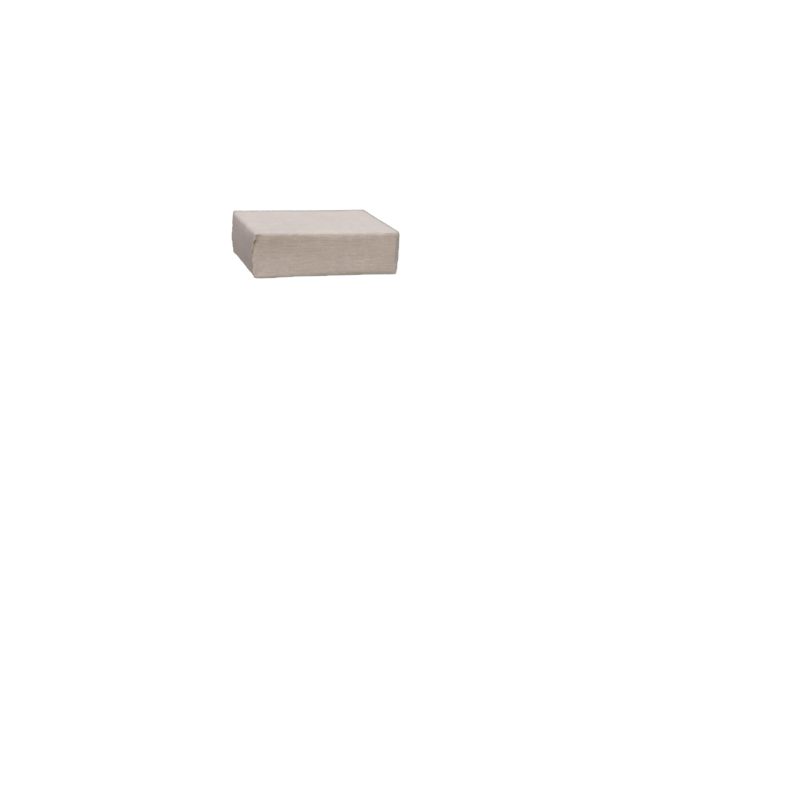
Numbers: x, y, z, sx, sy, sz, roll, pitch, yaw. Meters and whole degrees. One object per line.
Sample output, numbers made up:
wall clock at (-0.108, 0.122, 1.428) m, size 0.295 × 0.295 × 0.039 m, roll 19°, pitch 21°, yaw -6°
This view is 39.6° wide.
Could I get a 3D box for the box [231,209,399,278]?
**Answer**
box at (-0.067, -0.122, 0.852) m, size 0.111 × 0.038 × 0.095 m, roll -5°, pitch 19°, yaw -15°
